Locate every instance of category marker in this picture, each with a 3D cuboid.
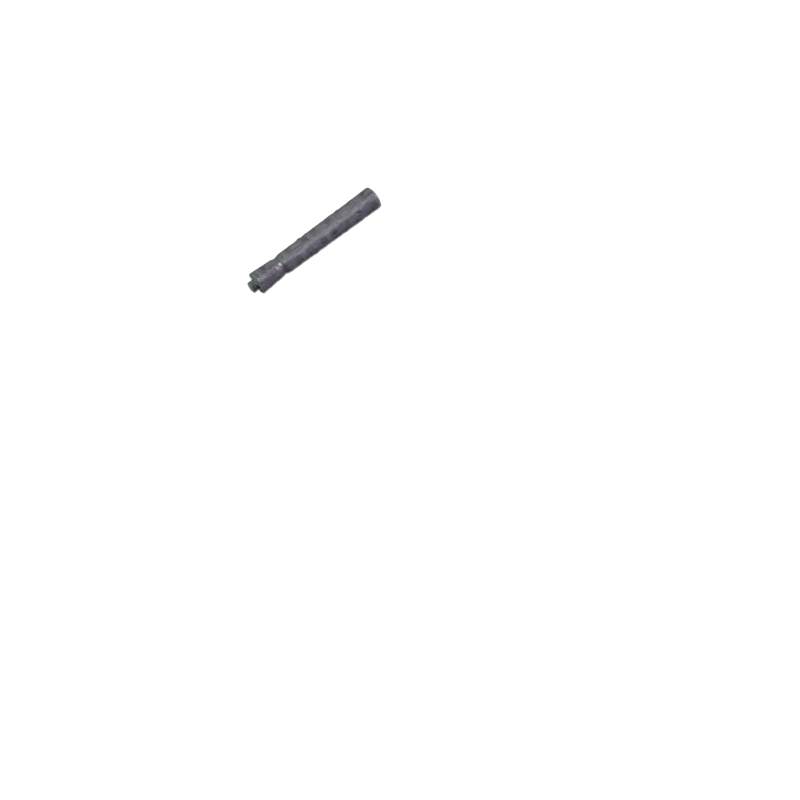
[{"bbox_3d":[-0.066,-0.120,0.844,0.122,0.019,0.020,-39,16,-15],"label":"marker"}]
